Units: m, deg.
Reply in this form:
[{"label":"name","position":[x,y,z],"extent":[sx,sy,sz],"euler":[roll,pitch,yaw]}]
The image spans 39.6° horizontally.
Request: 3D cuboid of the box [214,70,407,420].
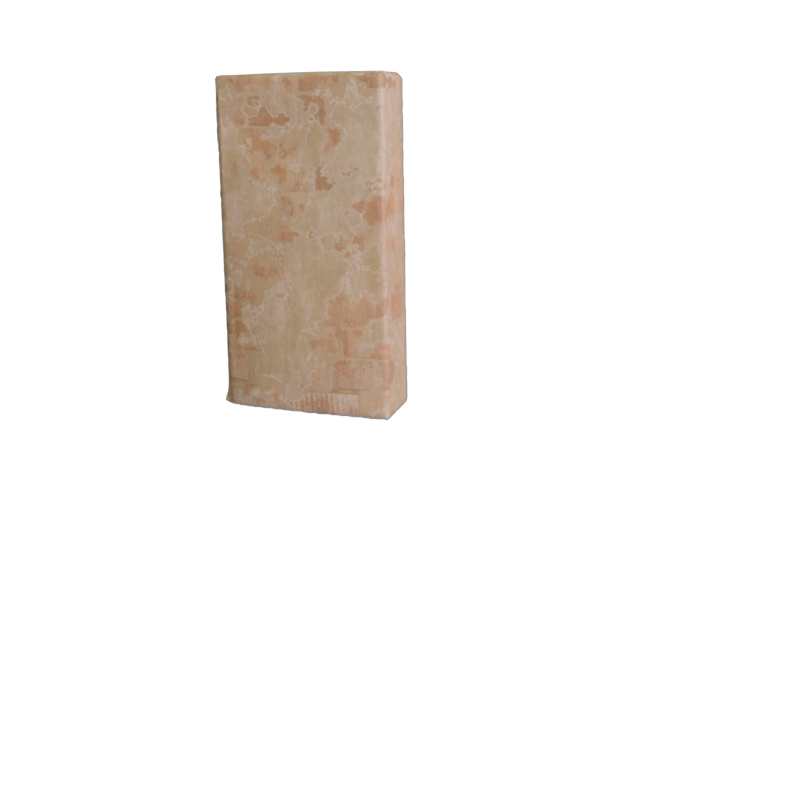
[{"label":"box","position":[-0.045,-0.083,0.582],"extent":[0.096,0.173,0.047],"euler":[3,7,19]}]
